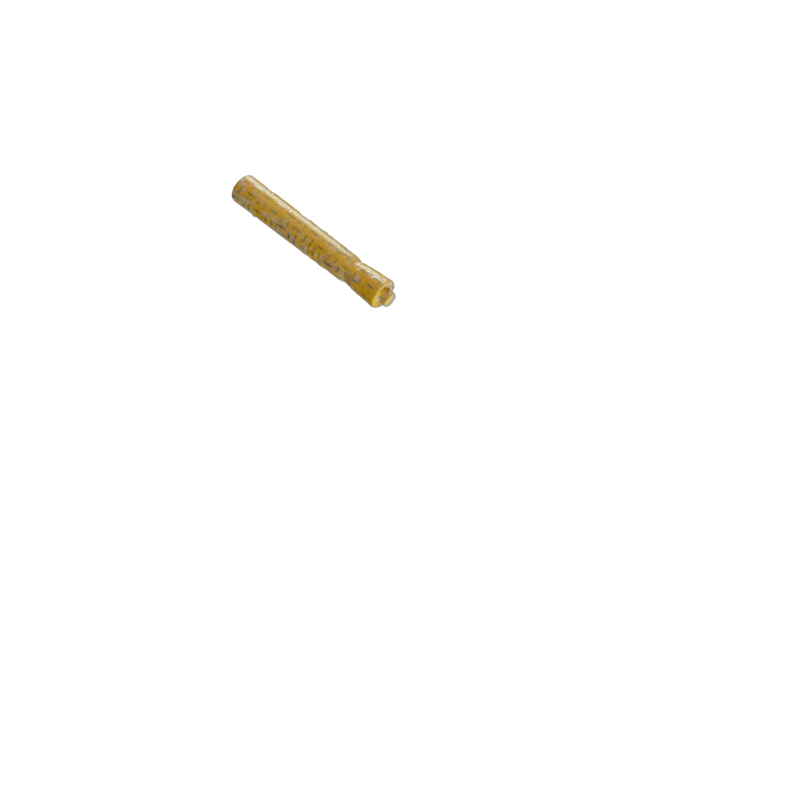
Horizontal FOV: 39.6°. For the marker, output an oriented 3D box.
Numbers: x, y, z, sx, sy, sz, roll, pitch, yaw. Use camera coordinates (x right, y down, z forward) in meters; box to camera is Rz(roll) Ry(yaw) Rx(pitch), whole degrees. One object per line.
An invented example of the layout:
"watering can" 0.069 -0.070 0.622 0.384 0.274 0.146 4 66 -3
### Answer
"marker" -0.050 -0.092 0.642 0.128 0.019 0.019 39 21 25
